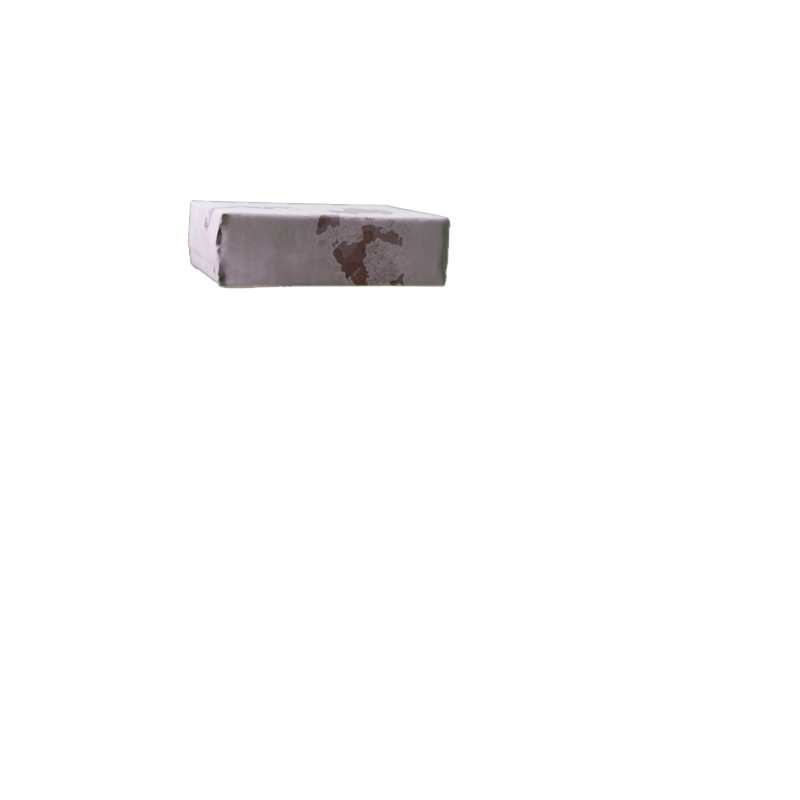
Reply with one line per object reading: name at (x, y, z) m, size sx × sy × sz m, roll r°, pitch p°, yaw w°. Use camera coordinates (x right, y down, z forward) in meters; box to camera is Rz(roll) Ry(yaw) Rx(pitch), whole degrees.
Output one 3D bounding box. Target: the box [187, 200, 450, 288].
box at (-0.043, -0.078, 0.550) m, size 0.111 × 0.038 × 0.093 m, roll -3°, pitch 12°, yaw -17°
